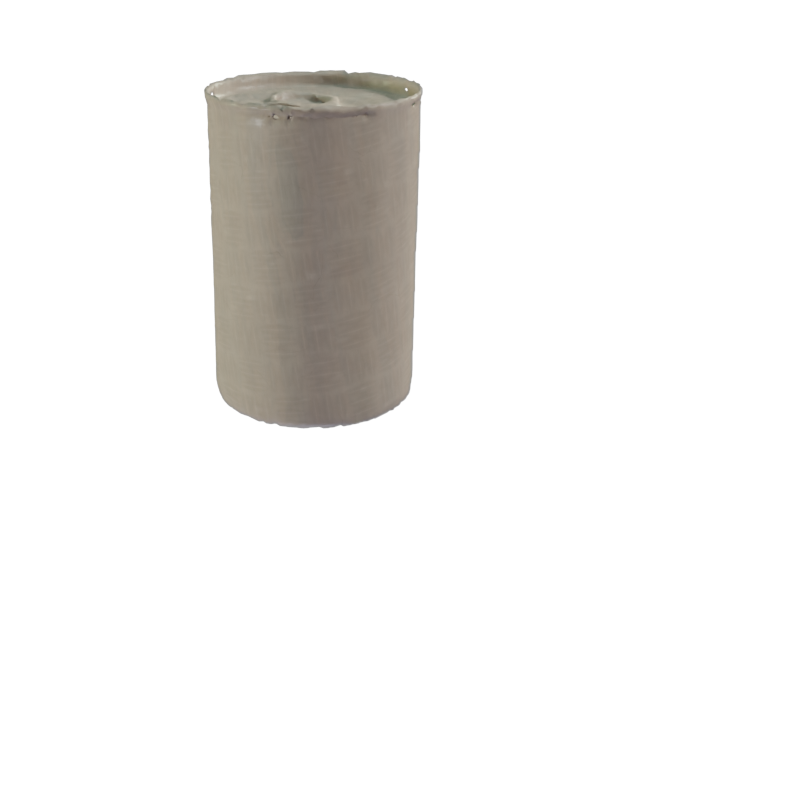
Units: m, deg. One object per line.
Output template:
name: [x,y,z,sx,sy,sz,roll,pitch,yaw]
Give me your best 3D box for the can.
can: [-0.028,-0.051,0.360,0.068,0.098,0.072,0,21,-2]
